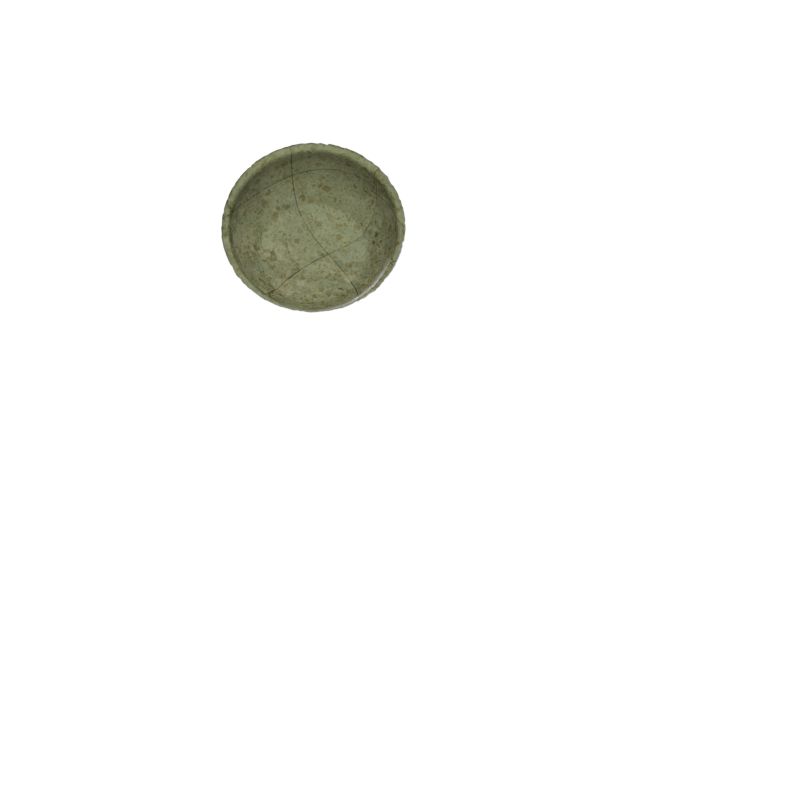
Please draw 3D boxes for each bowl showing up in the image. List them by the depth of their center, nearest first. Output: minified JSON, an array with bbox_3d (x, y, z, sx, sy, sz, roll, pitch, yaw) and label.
[{"bbox_3d":[-0.074,-0.136,0.950,0.162,0.153,0.058,1,26,-1],"label":"bowl"}]
